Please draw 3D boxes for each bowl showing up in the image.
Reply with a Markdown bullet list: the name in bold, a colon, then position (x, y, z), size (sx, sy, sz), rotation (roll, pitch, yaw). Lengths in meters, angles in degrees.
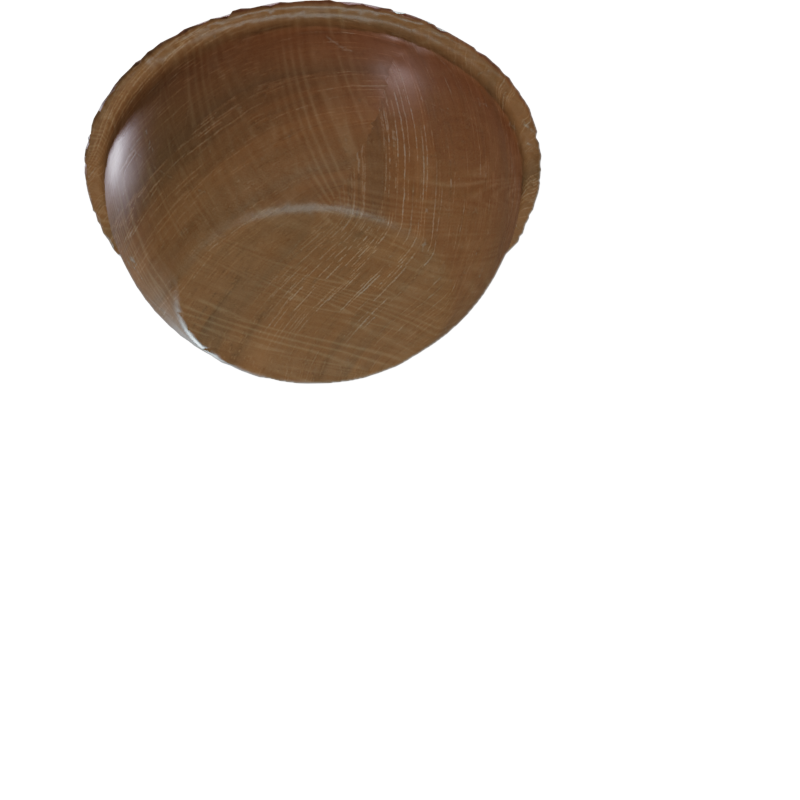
- **bowl**: position (-0.030, -0.054, 0.378), size (0.162, 0.059, 0.151), rotation (1, -38, -2)
